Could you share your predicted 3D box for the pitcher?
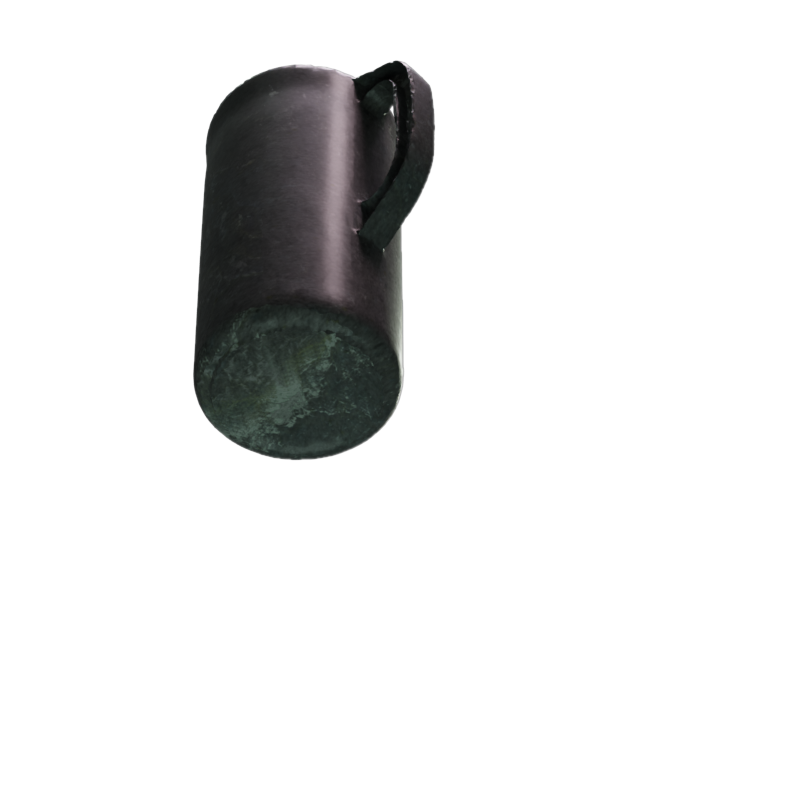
[{"bbox_3d":[-0.051,-0.093,0.650,0.145,0.139,0.261,-1,40,-2],"label":"pitcher"}]
